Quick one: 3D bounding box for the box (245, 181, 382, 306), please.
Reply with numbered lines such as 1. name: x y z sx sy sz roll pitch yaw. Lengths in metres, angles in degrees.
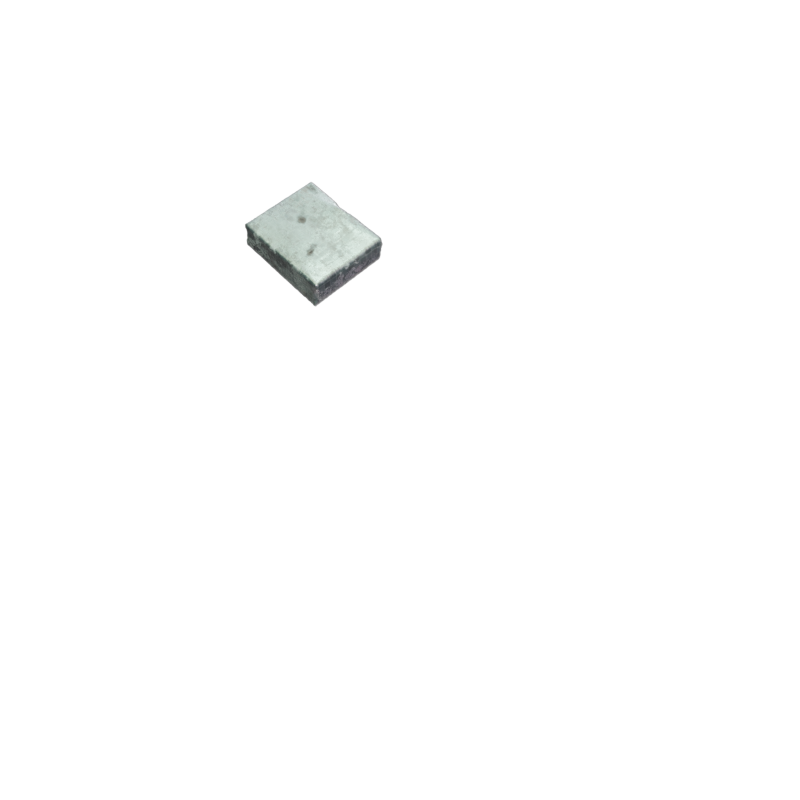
1. box: -0.071 -0.129 0.906 0.074 0.028 0.095 -36 61 -24
